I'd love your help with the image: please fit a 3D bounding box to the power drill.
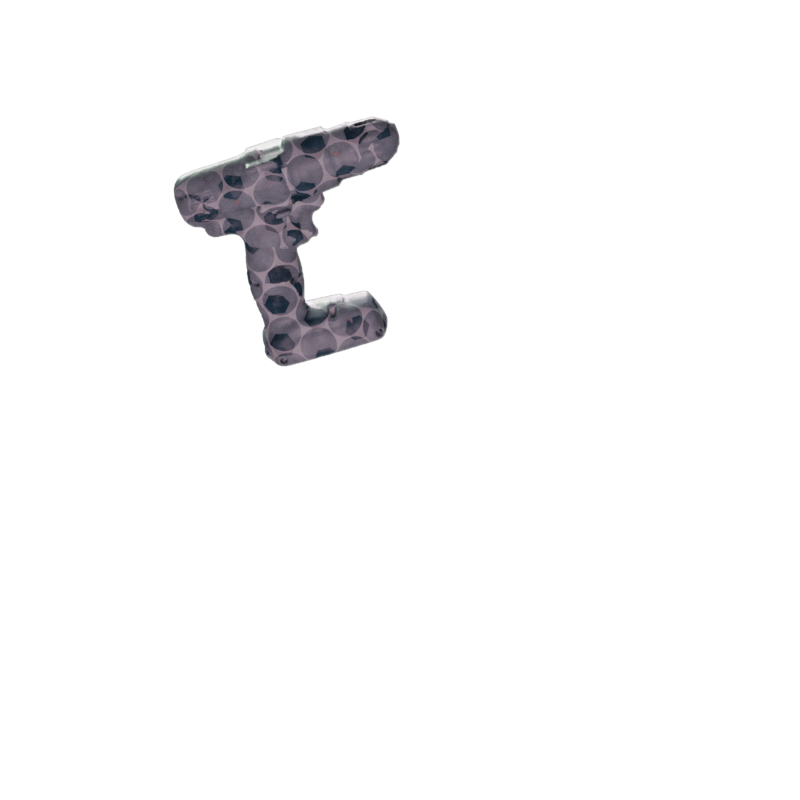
[{"bbox_3d":[-0.071,-0.129,0.907,0.185,0.176,0.061,-15,26,7],"label":"power drill"}]
